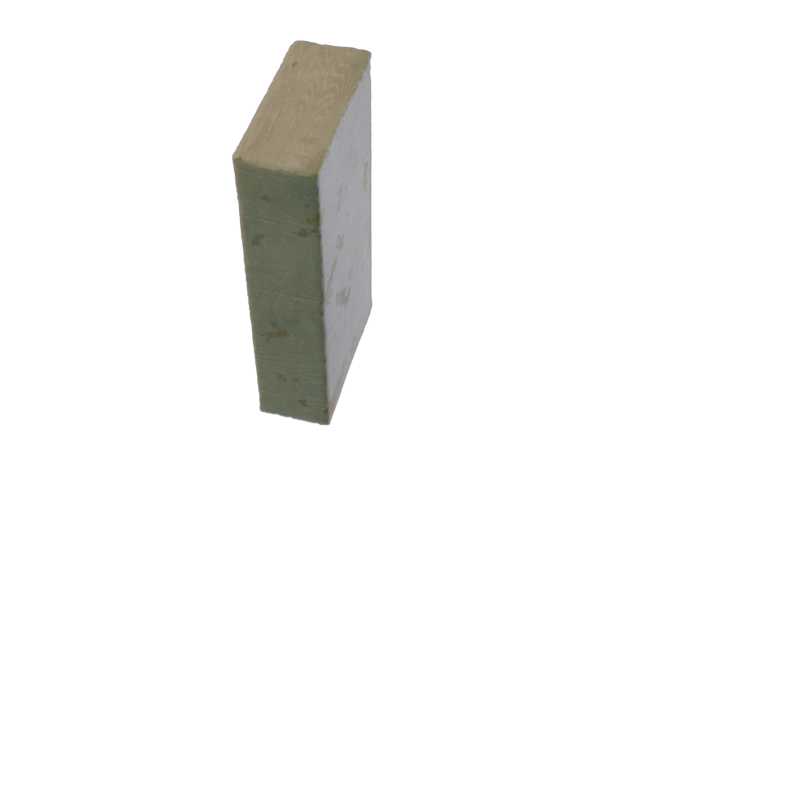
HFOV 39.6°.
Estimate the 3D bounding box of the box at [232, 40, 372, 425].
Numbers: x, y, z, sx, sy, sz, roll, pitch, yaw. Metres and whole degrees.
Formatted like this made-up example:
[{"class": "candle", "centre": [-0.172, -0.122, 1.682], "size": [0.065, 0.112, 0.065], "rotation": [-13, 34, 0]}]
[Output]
[{"class": "box", "centre": [-0.043, -0.078, 0.551], "size": [0.049, 0.098, 0.164], "rotation": [12, -40, 6]}]
